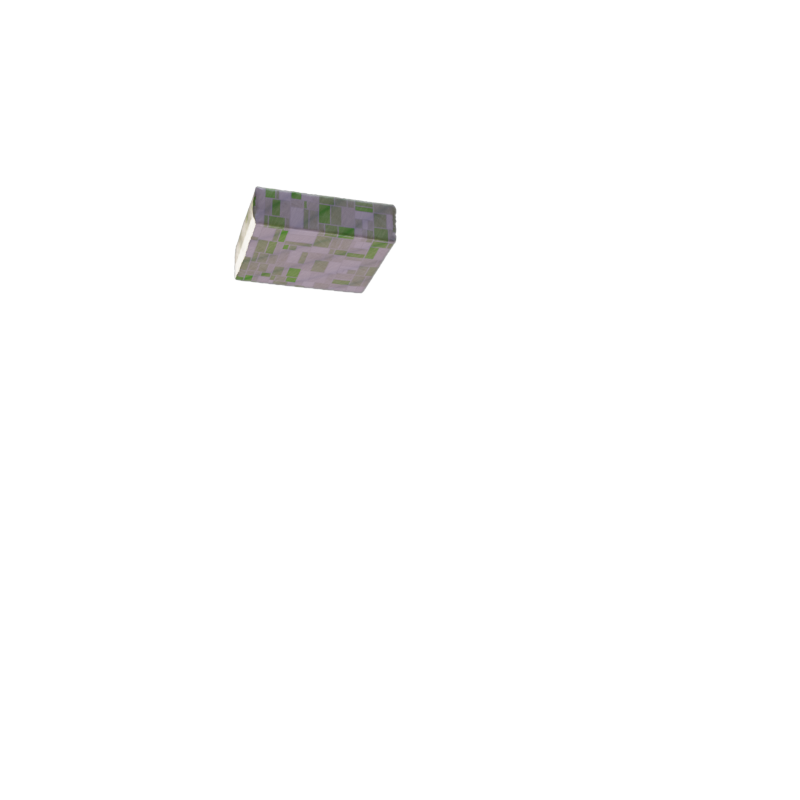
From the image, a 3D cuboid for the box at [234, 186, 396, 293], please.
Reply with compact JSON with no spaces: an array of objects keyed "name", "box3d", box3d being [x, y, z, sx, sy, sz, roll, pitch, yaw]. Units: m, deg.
[{"name":"box","box3d":[-0.054,-0.099,0.692,0.088,0.032,0.070,6,-24,-13]}]
